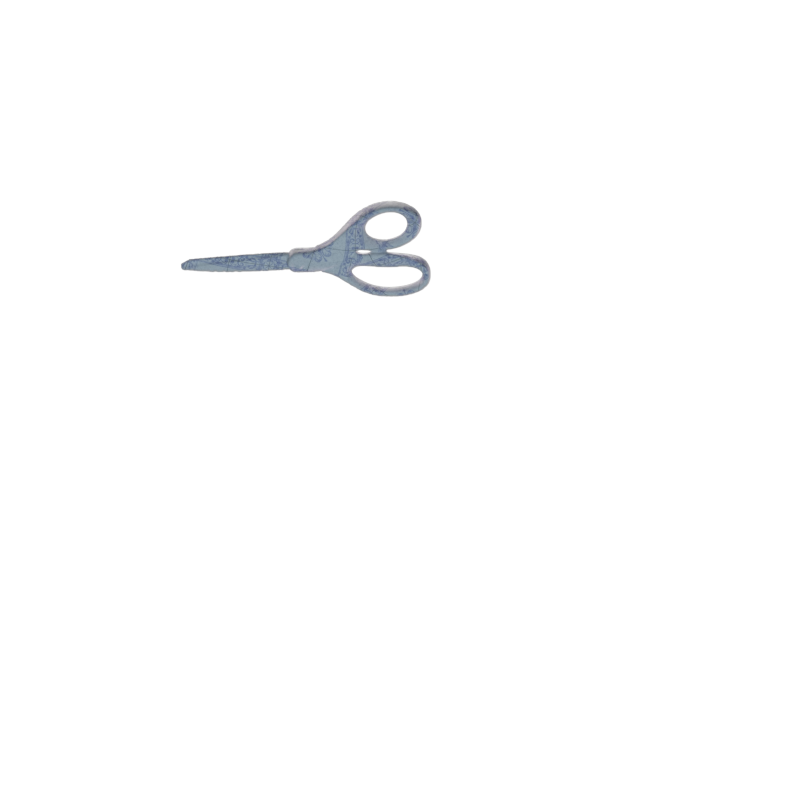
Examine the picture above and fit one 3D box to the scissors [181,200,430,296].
[{"bbox_3d":[-0.070,-0.127,0.891,0.199,0.091,0.017,10,35,-7],"label":"scissors"}]
